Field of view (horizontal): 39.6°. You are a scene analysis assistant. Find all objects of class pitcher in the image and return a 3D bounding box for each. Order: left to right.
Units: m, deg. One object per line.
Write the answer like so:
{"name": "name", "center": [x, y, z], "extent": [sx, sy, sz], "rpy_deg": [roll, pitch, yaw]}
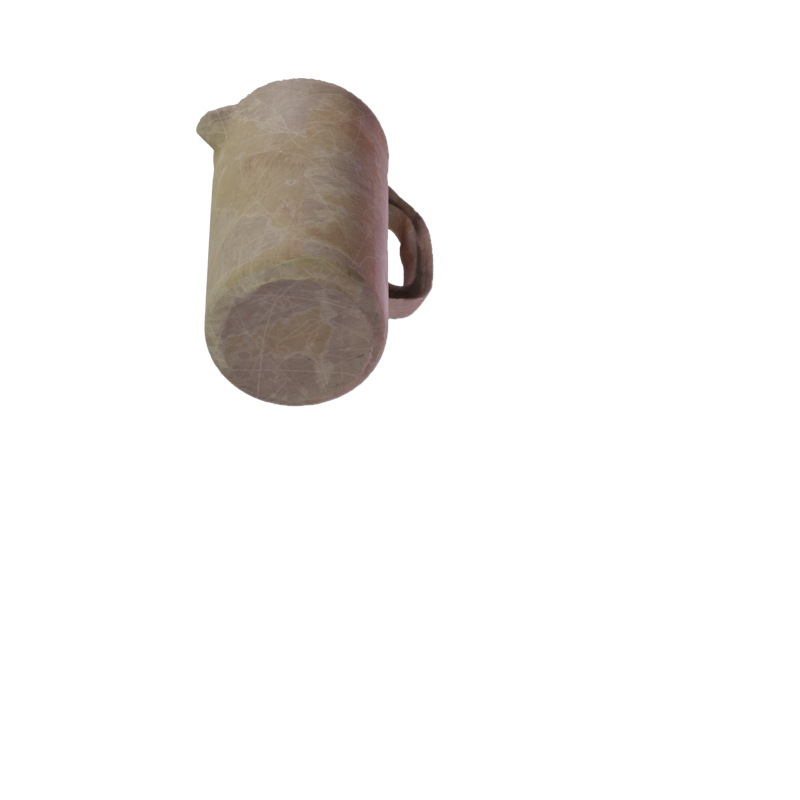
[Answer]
{"name": "pitcher", "center": [-0.058, -0.106, 0.745], "extent": [0.150, 0.135, 0.260], "rpy_deg": [-13, 36, 6]}
